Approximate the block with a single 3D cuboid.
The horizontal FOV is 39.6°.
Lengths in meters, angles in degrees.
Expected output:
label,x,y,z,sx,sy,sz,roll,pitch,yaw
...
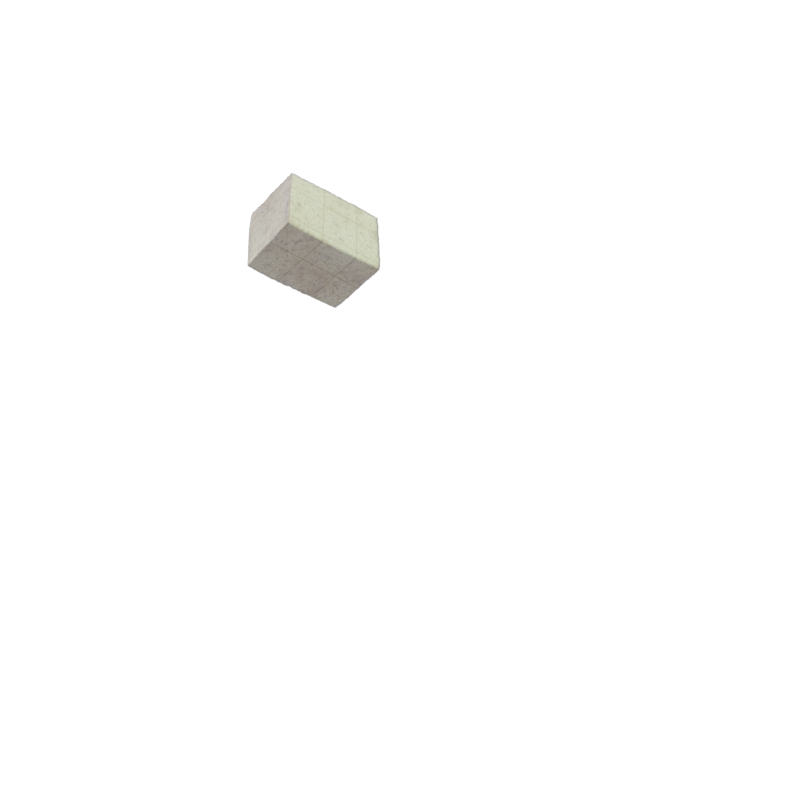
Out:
label,x,y,z,sx,sy,sz,roll,pitch,yaw
block,-0.060,-0.110,0.768,0.074,0.055,0.052,25,-47,-28
